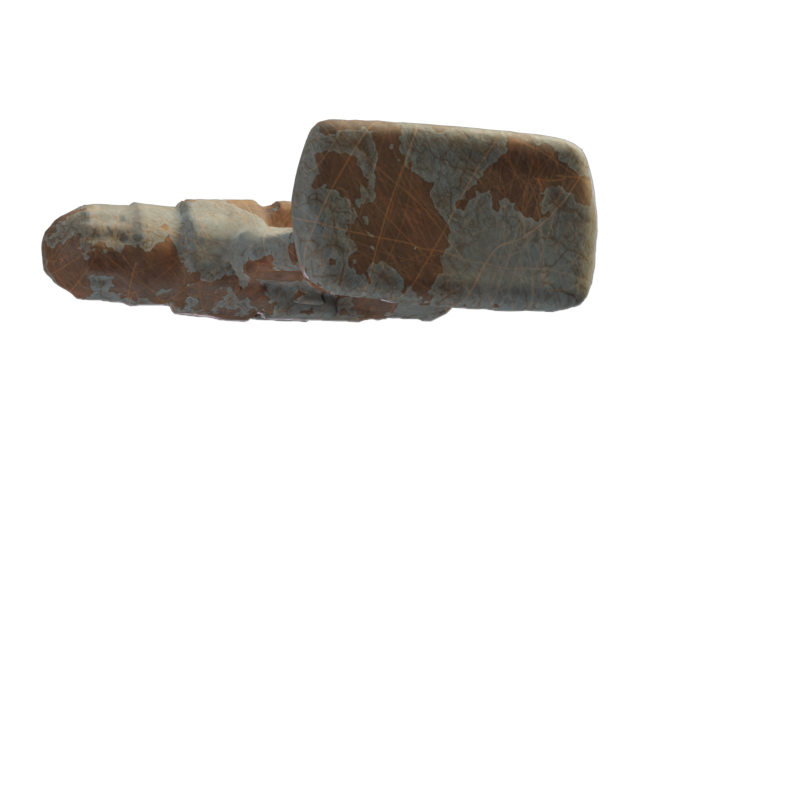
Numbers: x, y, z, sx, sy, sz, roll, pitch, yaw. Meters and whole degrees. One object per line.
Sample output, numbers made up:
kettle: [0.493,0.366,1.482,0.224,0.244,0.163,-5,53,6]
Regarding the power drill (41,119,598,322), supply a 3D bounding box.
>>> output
power drill: [-0.033,-0.059,0.415,0.179,0.058,0.192,-1,2,-22]
